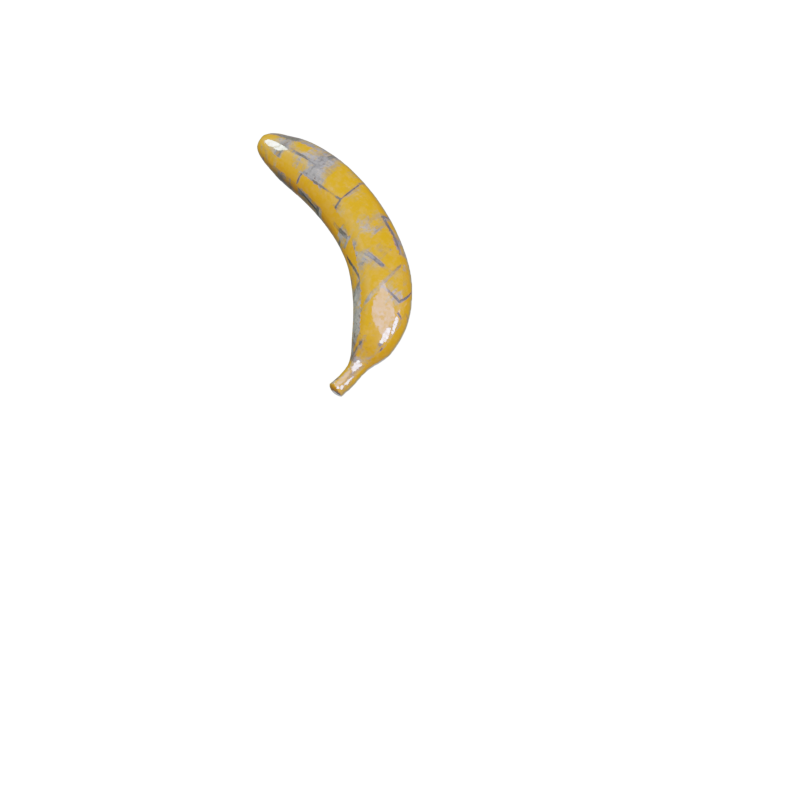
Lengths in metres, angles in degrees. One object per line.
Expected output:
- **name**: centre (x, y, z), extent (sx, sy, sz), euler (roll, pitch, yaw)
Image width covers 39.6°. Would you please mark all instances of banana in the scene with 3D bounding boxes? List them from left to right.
- **banana**: centre (-0.036, -0.101, 0.705), extent (0.069, 0.212, 0.034), euler (-14, -31, -9)
